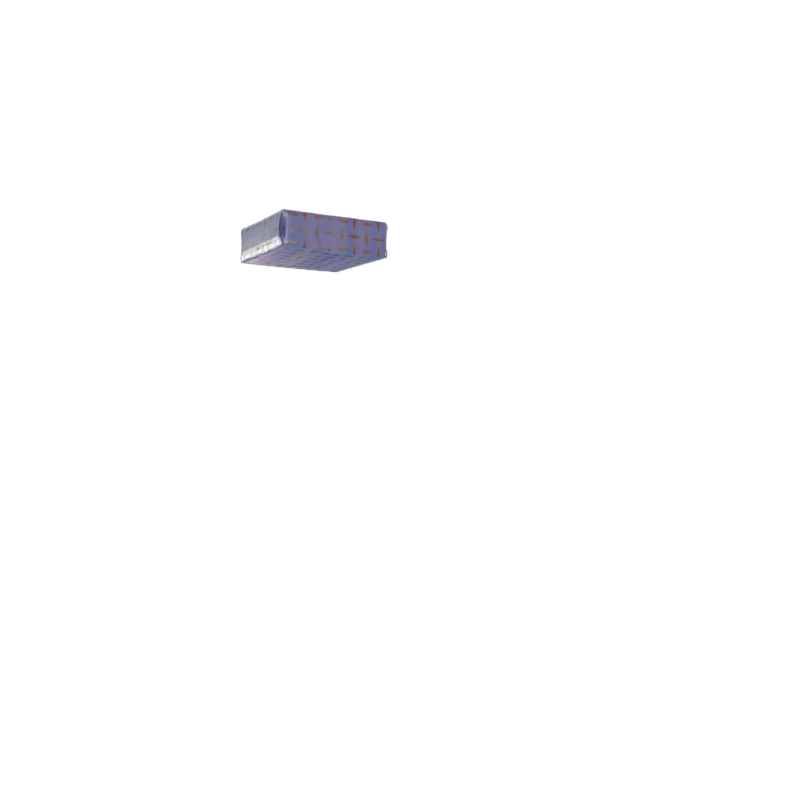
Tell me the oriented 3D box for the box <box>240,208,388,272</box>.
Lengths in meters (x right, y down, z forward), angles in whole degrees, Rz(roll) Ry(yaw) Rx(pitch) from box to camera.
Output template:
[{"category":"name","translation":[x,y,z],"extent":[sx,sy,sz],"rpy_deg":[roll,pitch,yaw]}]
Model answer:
[{"category":"box","translation":[-0.065,-0.118,0.828],"extent":[0.086,0.031,0.074],"rpy_deg":[3,-6,-29]}]
